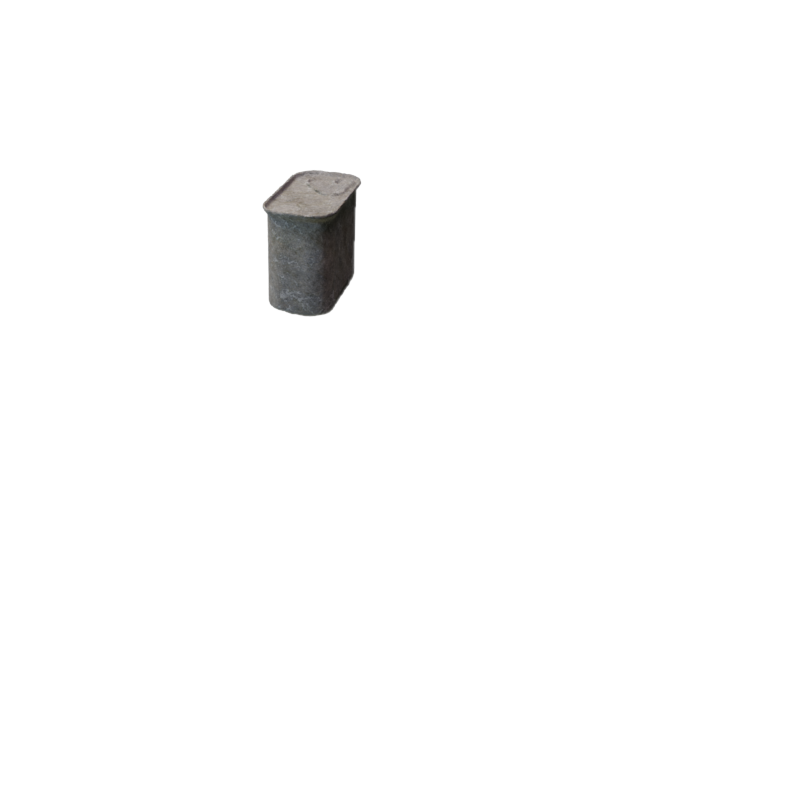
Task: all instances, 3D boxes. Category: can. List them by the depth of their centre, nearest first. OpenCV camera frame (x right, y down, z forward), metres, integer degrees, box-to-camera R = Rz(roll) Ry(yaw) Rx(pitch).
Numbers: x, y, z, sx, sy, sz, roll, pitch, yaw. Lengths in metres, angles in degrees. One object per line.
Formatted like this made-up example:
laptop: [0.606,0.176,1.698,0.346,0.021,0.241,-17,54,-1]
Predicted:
can: [-0.068,-0.124,0.867,0.059,0.079,0.105,7,28,12]
